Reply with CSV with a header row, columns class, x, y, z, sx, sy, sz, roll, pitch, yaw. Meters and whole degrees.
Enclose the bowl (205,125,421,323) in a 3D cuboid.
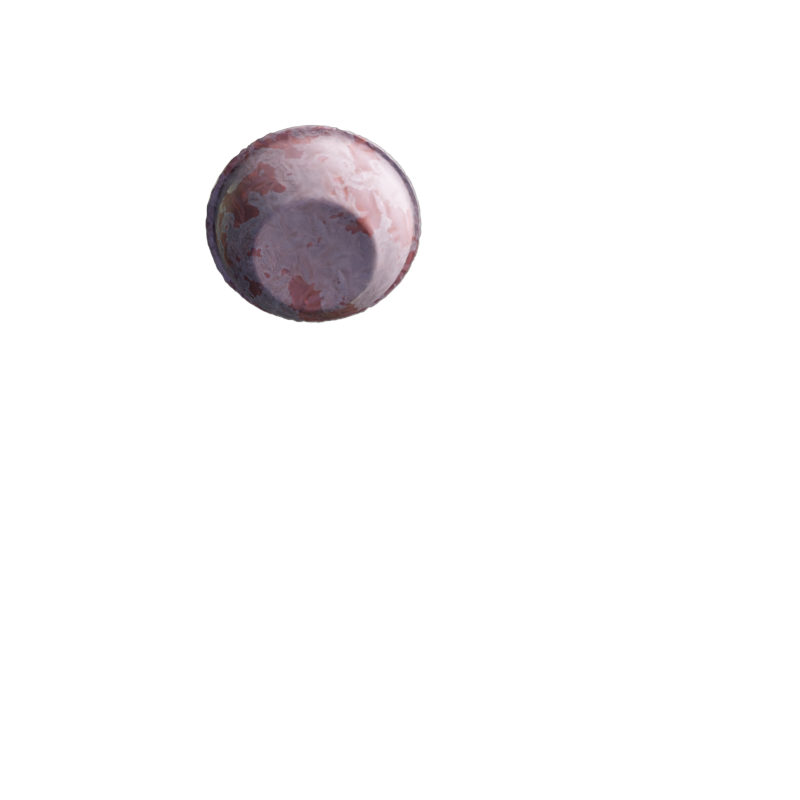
class,x,y,z,sx,sy,sz,roll,pitch,yaw
bowl,-0.063,-0.115,0.806,0.162,0.153,0.058,1,27,-1
